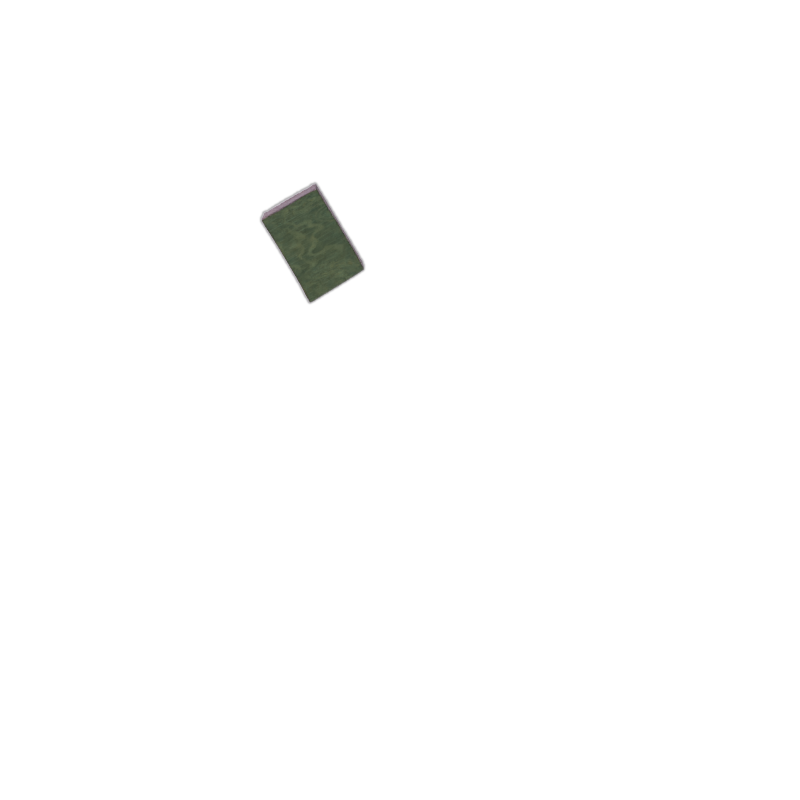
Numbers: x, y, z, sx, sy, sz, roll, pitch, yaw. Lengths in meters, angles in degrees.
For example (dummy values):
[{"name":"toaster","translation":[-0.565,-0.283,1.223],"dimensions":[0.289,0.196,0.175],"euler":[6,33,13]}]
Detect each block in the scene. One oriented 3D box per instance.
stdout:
[{"name":"block","translation":[-0.070,-0.127,0.889],"dimensions":[0.053,0.077,0.052],"euler":[-30,8,3]}]
